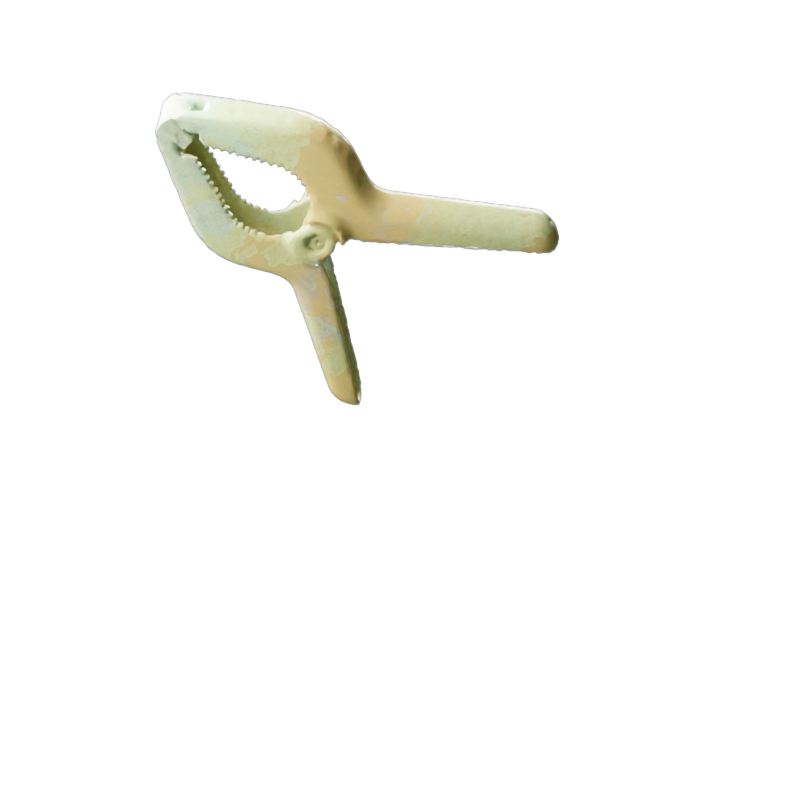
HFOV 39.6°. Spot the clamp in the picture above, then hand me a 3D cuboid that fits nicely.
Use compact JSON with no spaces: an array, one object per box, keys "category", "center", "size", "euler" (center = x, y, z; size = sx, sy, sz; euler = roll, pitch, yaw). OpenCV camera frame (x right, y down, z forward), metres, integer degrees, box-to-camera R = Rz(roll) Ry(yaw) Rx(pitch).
[{"category":"clamp","center":[-0.046,-0.084,0.585],"size":[0.201,0.161,0.039],"euler":[29,32,-21]}]
